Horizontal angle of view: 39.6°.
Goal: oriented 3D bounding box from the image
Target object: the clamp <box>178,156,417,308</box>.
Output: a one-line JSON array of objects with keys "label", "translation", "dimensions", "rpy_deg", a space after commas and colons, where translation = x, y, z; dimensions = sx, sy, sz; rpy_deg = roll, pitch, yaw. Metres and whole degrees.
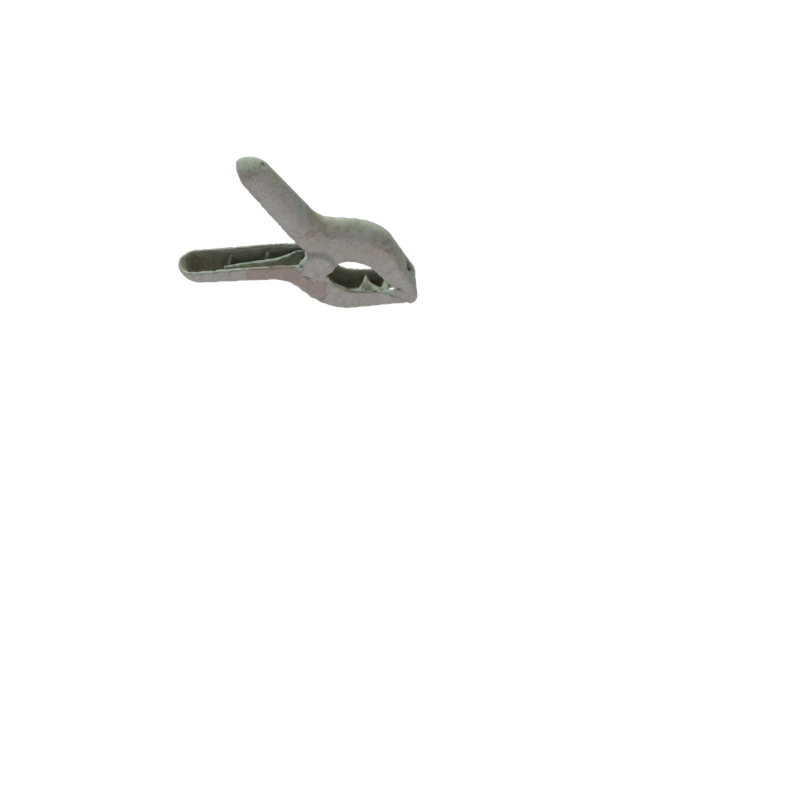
[{"label": "clamp", "translation": [-0.061, -0.111, 0.778], "dimensions": [0.167, 0.042, 0.115], "rpy_deg": [10, -33, -15]}]
